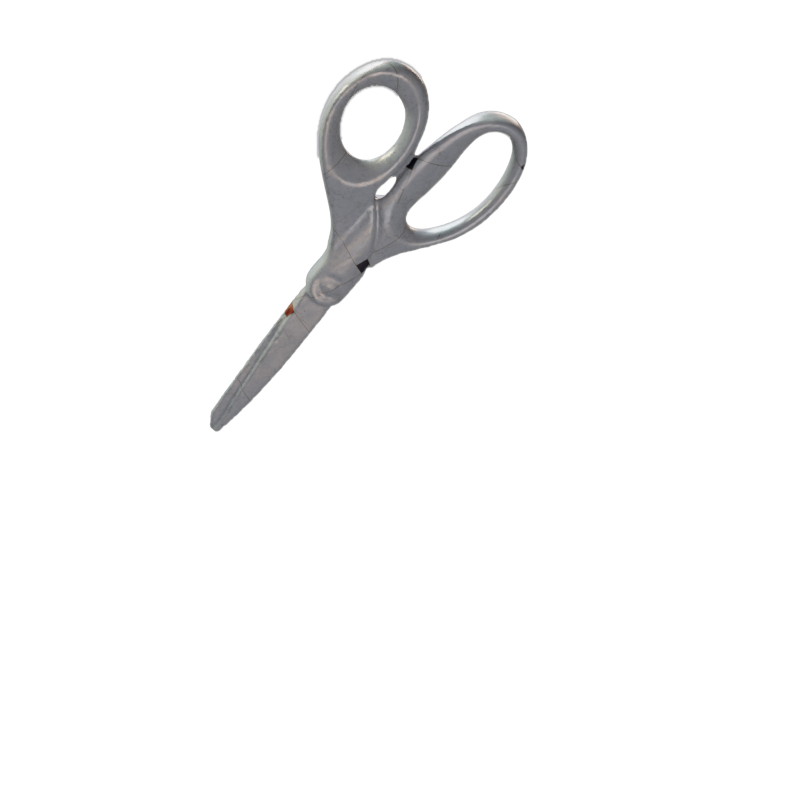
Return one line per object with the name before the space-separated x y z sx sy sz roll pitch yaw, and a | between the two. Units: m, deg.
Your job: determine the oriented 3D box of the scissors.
scissors | -0.038 -0.069 0.487 0.200 0.091 0.017 -35 22 16
